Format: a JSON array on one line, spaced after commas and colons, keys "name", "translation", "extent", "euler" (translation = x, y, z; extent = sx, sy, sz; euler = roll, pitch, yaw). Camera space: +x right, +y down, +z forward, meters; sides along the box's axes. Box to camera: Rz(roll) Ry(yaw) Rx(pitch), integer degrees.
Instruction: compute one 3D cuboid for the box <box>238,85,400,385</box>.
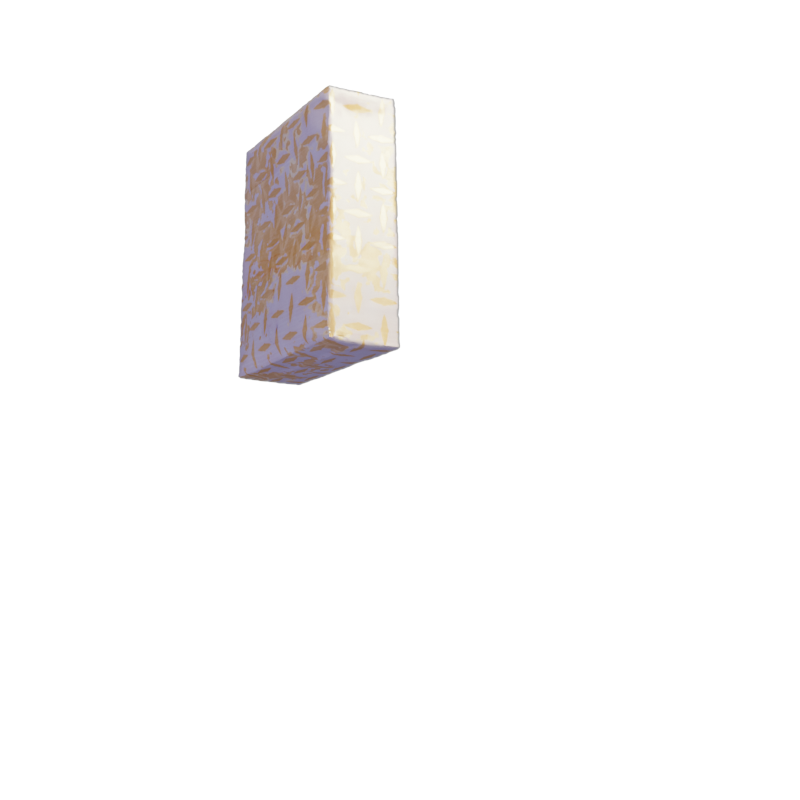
[{"name": "box", "translation": [-0.073, -0.133, 0.930], "extent": [0.069, 0.222, 0.165], "euler": [9, -18, -31]}]
